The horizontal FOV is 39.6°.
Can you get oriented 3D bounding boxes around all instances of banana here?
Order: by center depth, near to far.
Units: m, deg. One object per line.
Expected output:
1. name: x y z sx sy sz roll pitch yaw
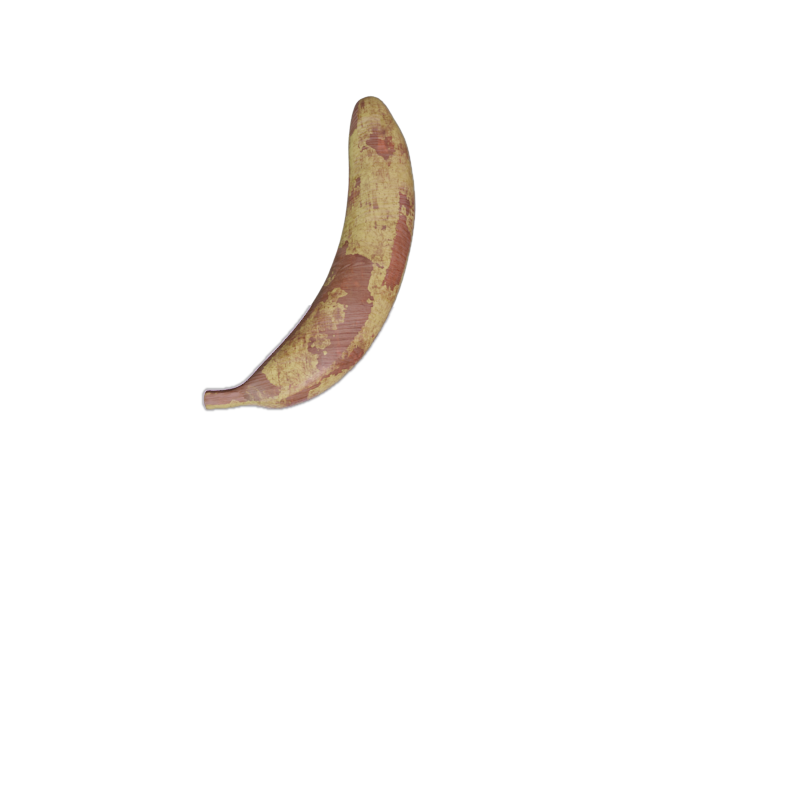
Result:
1. banana: -0.031 -0.073 0.584 0.071 0.203 0.035 23 -19 7
